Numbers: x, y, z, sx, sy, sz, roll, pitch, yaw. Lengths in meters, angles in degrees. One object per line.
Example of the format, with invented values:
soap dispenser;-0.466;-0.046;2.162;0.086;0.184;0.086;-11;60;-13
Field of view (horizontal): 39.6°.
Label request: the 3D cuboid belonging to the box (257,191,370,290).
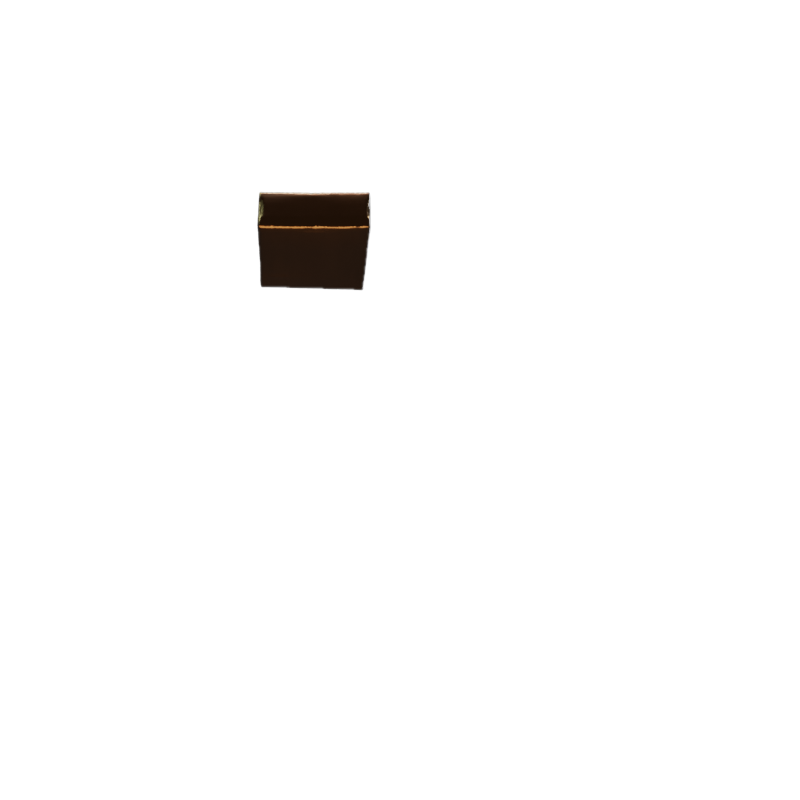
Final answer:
box;-0.059;-0.107;0.752;0.073;0.032;0.084;1;-24;-3
